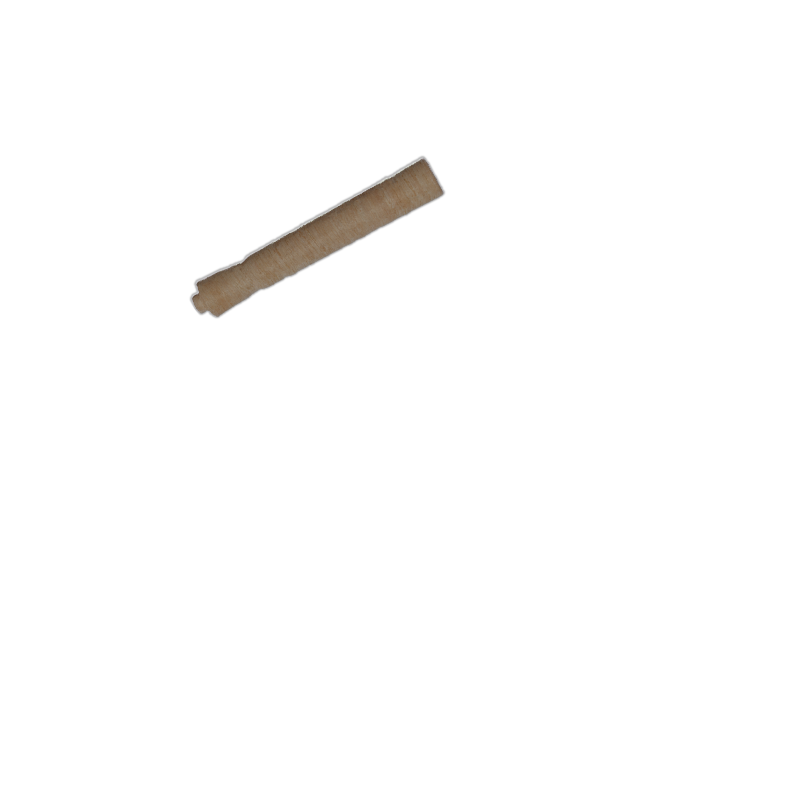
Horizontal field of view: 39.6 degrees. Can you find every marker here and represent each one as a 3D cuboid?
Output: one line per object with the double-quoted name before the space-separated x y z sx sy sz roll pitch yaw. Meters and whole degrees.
"marker" -0.038 -0.070 0.488 0.121 0.020 0.020 -27 0 9
